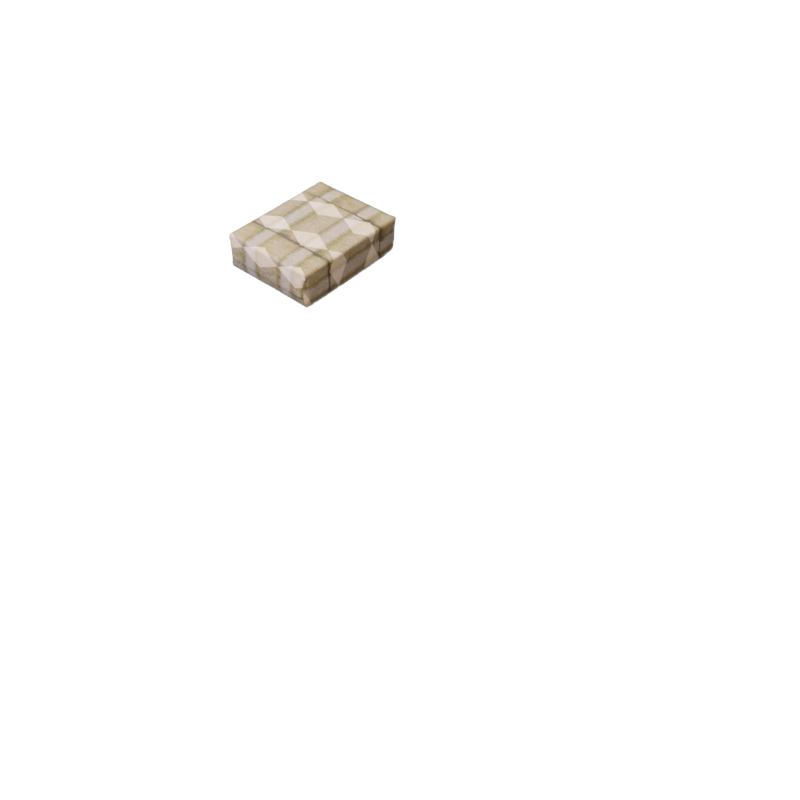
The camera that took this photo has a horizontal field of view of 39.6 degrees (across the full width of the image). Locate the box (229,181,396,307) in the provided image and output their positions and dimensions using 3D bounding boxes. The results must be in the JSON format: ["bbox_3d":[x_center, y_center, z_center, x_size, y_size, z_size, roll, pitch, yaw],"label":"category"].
[{"bbox_3d":[-0.073,-0.133,0.933,0.096,0.036,0.114,29,47,31],"label":"box"}]
